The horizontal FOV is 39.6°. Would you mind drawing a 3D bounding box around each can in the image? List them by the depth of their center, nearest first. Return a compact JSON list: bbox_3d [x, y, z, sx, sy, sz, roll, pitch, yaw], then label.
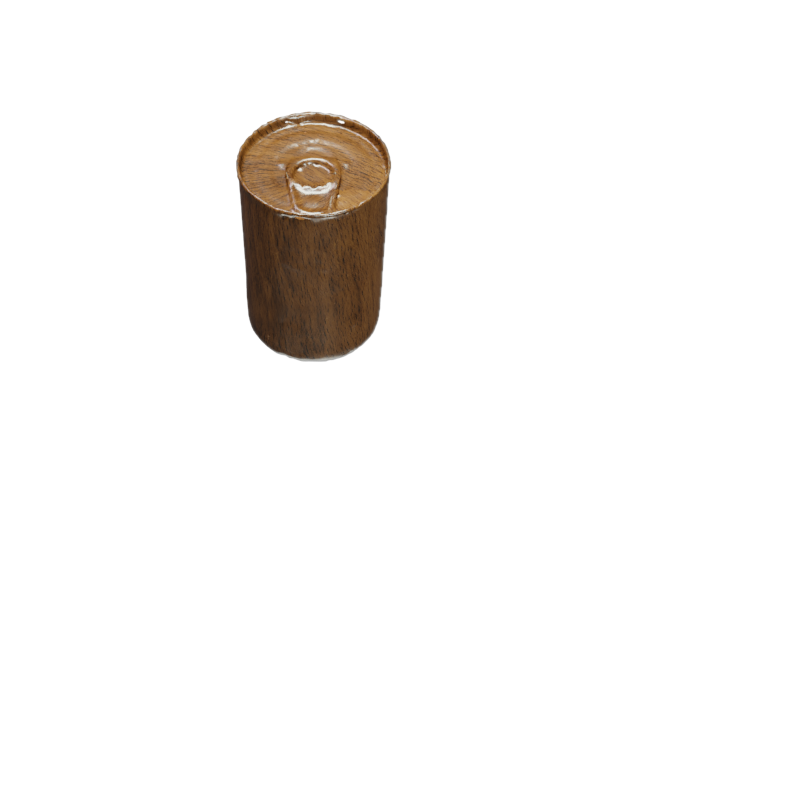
[{"bbox_3d":[-0.041,-0.074,0.521,0.068,0.074,0.095,0,-40,-3],"label":"can"}]
